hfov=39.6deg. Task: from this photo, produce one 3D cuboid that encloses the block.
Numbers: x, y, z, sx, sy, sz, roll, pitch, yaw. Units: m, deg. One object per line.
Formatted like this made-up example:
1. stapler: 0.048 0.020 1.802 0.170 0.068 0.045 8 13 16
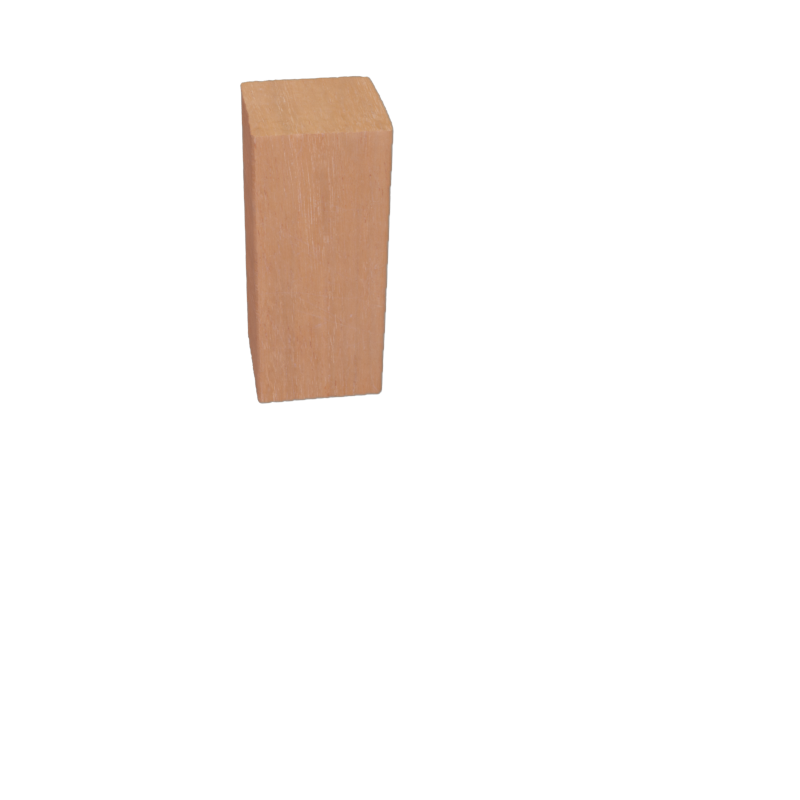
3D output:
1. block: -0.060 -0.109 0.764 0.090 0.193 0.097 -4 34 -9
